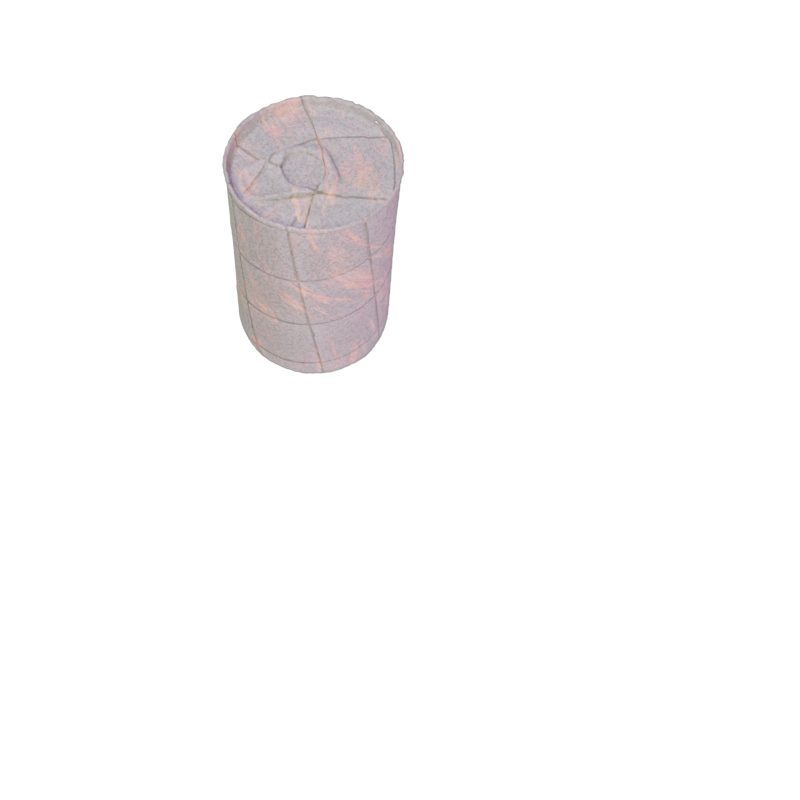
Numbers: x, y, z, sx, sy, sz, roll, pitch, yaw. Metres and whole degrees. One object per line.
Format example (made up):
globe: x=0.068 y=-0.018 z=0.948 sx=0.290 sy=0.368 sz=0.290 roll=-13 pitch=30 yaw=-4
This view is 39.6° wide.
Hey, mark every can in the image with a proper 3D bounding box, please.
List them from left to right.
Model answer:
can: x=-0.035 y=-0.065 z=0.453 sx=0.068 sy=0.073 sz=0.096 roll=0 pitch=-33 yaw=-3
